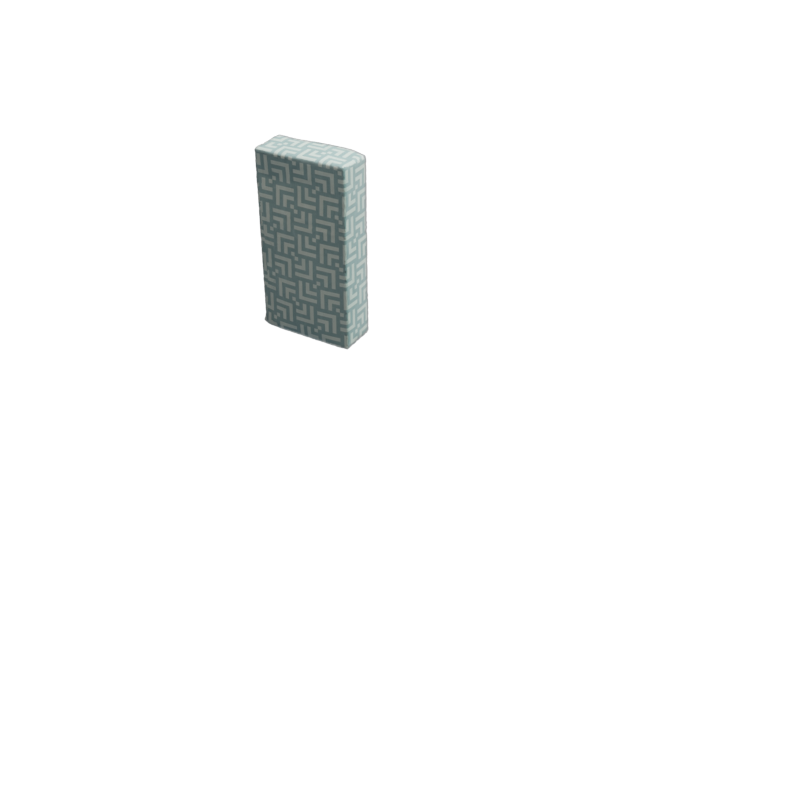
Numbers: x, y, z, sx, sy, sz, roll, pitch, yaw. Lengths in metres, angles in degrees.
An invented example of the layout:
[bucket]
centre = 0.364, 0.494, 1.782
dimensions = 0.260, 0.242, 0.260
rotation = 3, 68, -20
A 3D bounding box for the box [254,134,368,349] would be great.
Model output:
[box]
centre = -0.076, -0.140, 0.977
dimensions = 0.098, 0.167, 0.048
rotation = 18, 31, 28
